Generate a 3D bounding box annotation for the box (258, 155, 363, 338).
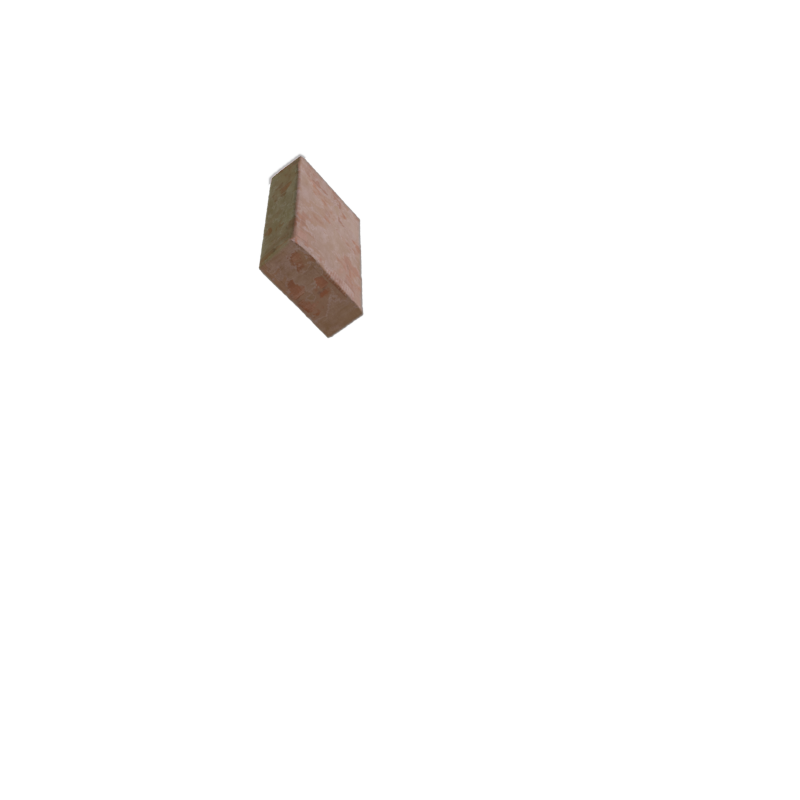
[{"bbox_3d":[-0.078,-0.141,0.989,0.048,0.088,0.187,-37,27,17],"label":"box"}]
